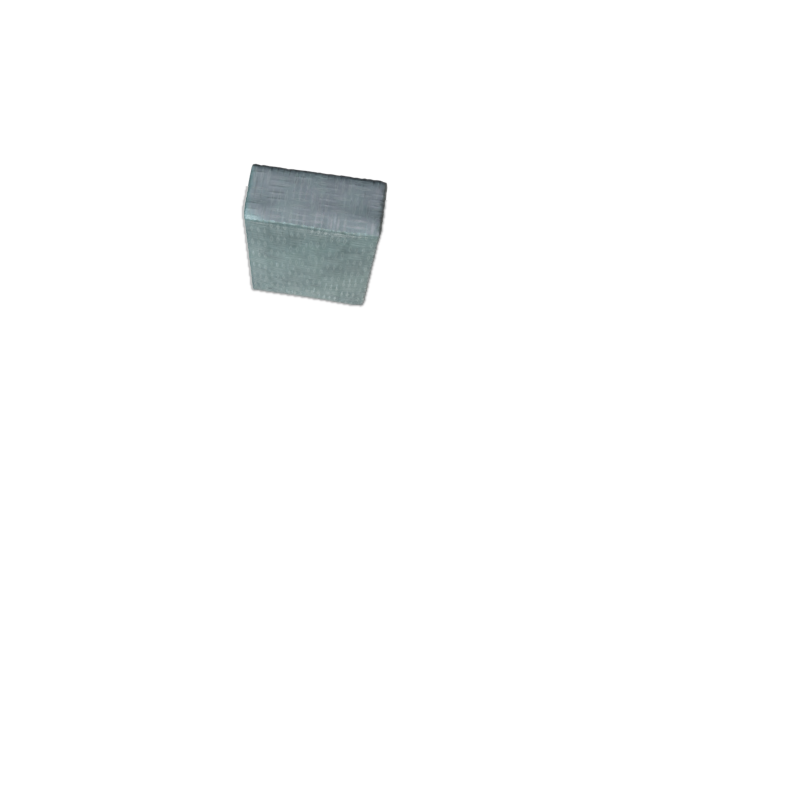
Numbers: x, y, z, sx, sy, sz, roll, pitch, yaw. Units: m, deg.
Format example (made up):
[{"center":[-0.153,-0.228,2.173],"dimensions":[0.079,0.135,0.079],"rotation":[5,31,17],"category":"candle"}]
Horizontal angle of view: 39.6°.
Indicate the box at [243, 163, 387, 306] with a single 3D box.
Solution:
[{"center":[-0.063,-0.114,0.802],"dimensions":[0.093,0.049,0.171],"rotation":[8,-9,-2],"category":"box"}]
